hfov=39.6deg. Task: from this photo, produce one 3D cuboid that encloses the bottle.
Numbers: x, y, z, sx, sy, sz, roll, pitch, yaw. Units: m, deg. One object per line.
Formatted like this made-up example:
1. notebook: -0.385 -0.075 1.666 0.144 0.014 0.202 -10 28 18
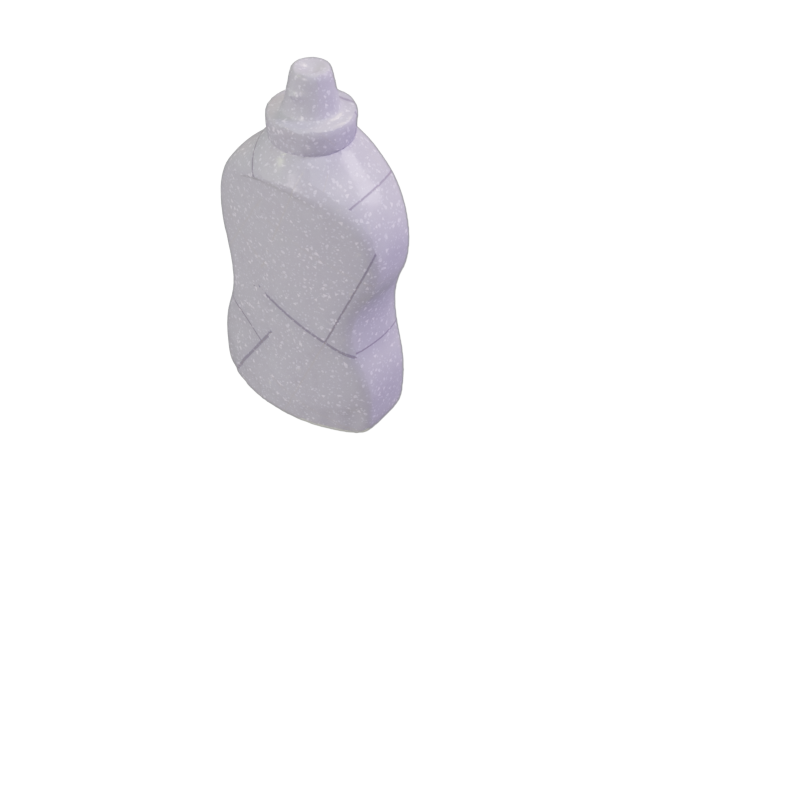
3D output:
1. bottle: -0.042 -0.075 0.530 0.102 0.179 0.059 30 48 27
